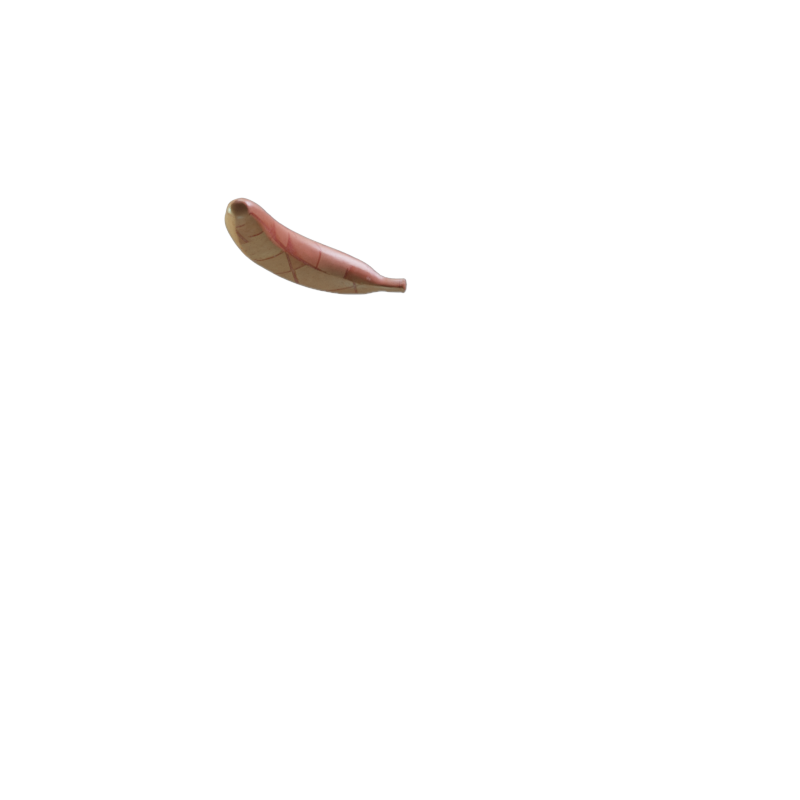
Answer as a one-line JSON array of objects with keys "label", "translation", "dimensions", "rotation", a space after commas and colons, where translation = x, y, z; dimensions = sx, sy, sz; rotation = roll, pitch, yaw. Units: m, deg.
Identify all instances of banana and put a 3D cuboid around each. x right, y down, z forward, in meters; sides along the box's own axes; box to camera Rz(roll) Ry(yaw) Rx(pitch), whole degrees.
[{"label": "banana", "translation": [-0.080, -0.119, 0.879], "dimensions": [0.071, 0.038, 0.186], "rotation": [-15, -22, 39]}]
